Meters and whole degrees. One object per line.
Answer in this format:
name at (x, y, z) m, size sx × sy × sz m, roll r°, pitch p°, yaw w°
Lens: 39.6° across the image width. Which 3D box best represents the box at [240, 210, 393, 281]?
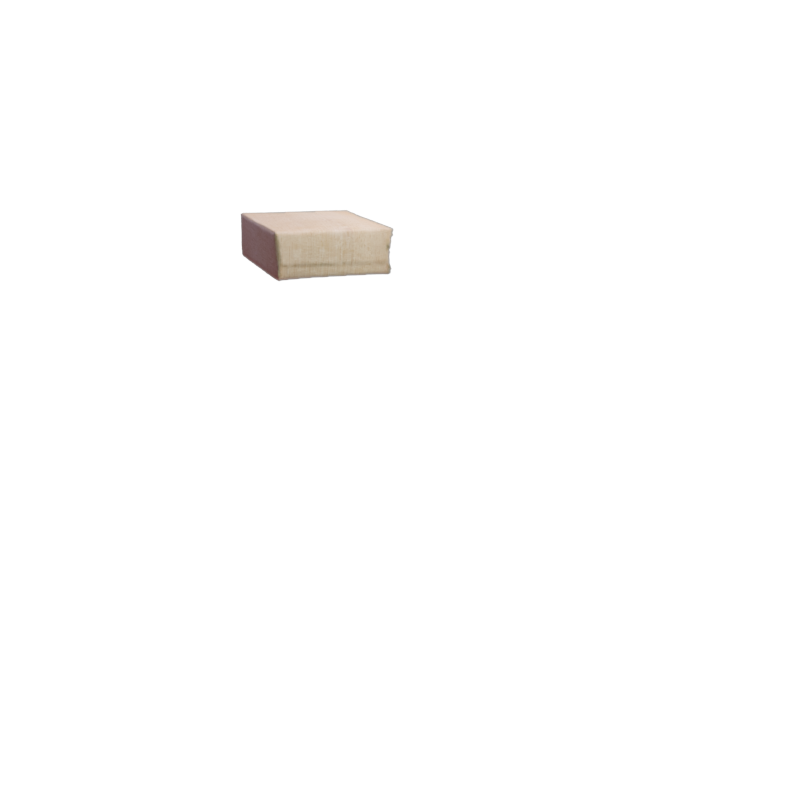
box at (-0.066, -0.120, 0.840) m, size 0.088 × 0.038 × 0.120 m, roll -6°, pitch 19°, yaw -18°
